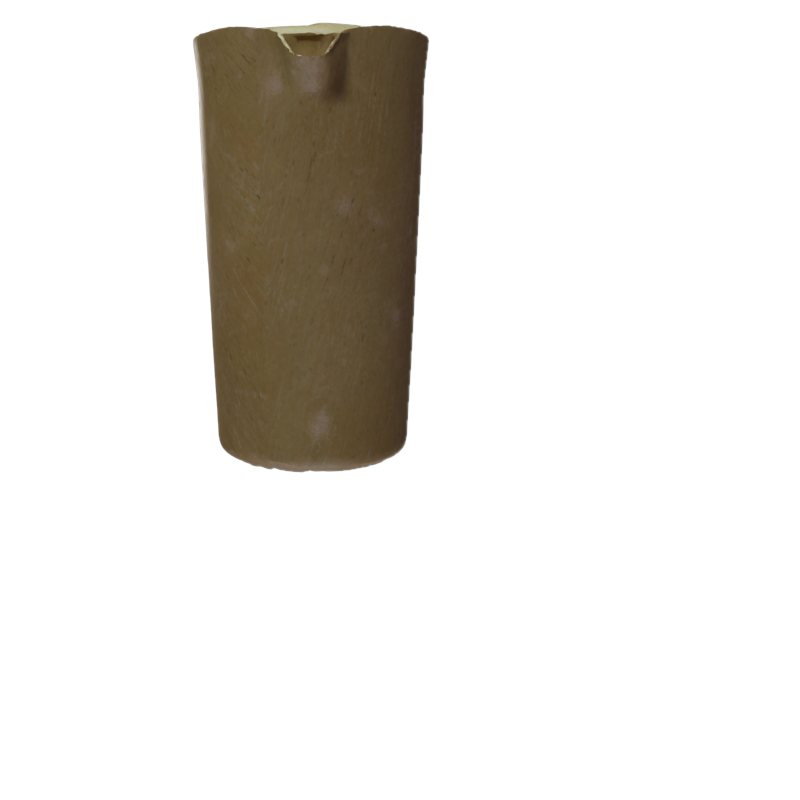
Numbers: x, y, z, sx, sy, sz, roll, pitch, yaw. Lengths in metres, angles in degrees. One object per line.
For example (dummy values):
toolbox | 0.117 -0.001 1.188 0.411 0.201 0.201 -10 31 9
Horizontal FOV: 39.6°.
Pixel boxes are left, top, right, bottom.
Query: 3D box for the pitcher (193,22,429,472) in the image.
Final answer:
pitcher | -0.050 -0.092 0.643 0.151 0.241 0.144 4 6 42
